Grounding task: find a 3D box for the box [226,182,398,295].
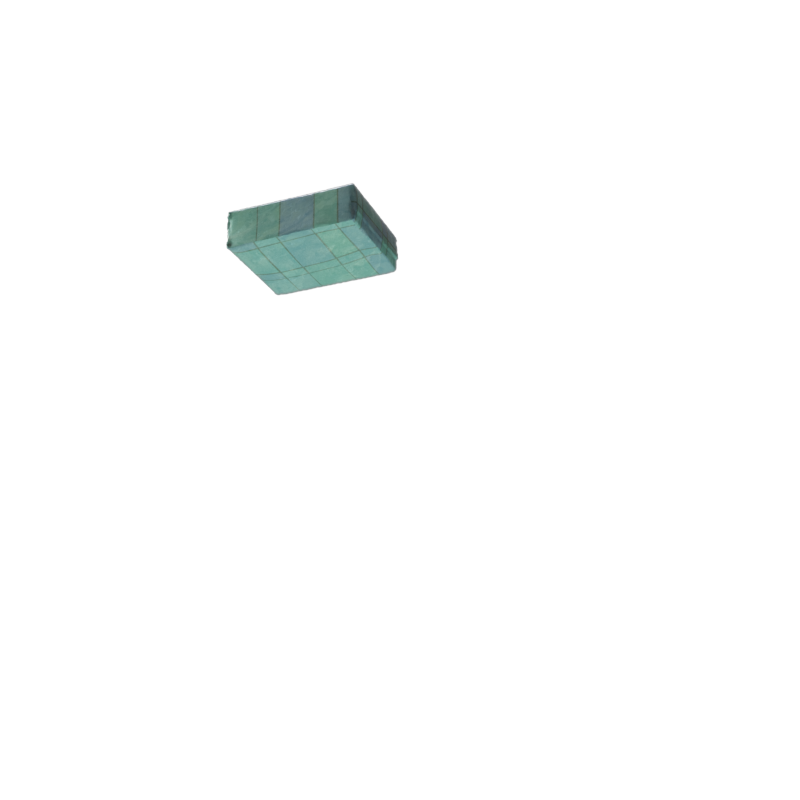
[{"bbox_3d":[-0.070,-0.127,0.889,0.115,0.041,0.083,-11,-28,20],"label":"box"}]
